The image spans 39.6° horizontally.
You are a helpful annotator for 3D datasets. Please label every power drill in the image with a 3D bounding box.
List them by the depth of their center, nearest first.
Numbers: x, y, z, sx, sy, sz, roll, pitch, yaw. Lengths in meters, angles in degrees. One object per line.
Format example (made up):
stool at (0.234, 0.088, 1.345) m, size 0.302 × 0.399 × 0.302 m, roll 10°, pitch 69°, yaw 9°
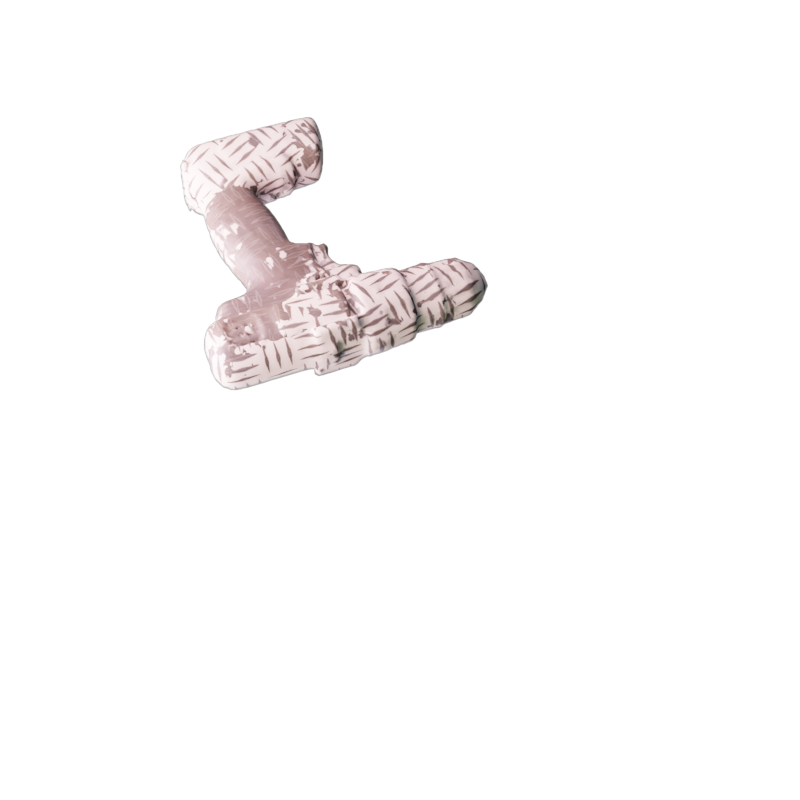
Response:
power drill at (-0.058, -0.105, 0.738) m, size 0.183 × 0.203 × 0.053 m, roll -16°, pitch -37°, yaw -13°
